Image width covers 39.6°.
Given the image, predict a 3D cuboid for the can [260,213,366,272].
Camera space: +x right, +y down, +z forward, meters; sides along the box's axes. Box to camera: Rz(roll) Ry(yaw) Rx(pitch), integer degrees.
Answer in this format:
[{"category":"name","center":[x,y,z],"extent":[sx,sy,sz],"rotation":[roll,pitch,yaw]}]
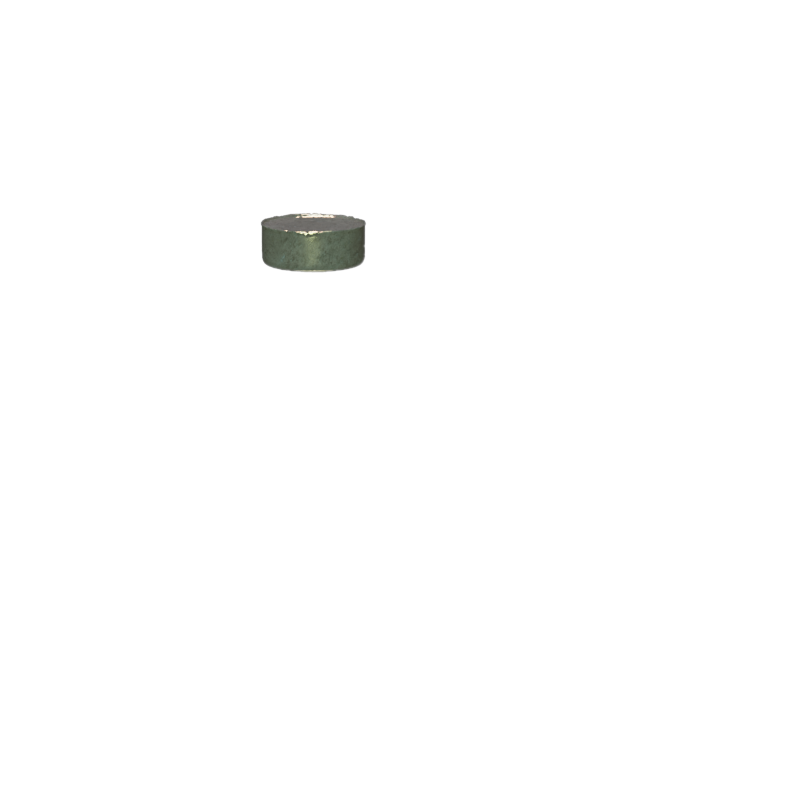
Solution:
[{"category":"can","center":[-0.071,-0.129,0.906],"extent":[0.086,0.032,0.089],"rotation":[-1,18,-2]}]
